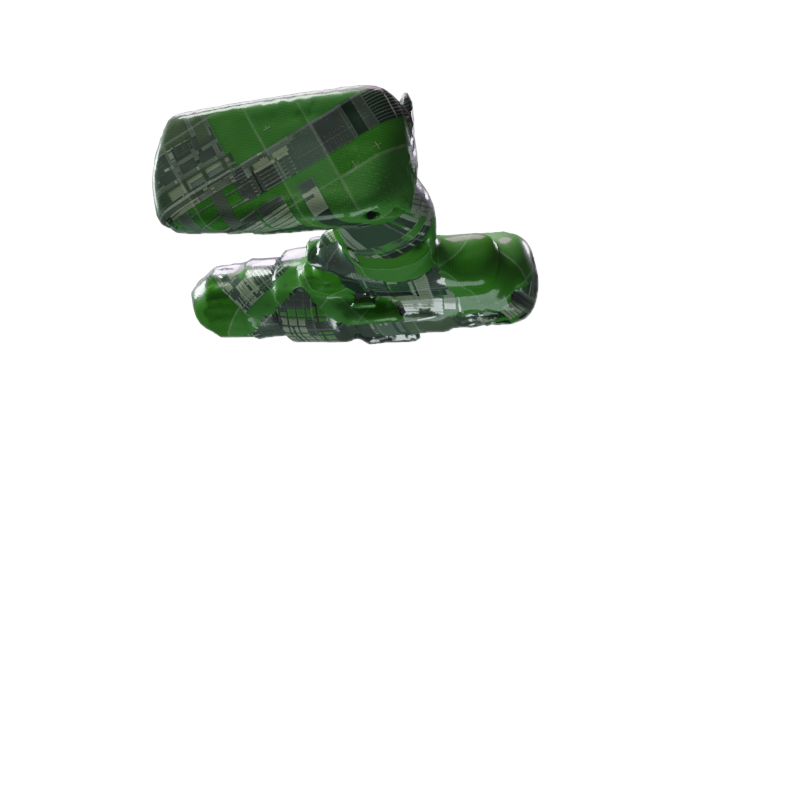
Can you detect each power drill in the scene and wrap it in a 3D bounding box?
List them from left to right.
[{"bbox_3d":[-0.040,-0.074,0.515,0.188,0.060,0.177,-4,-15,17],"label":"power drill"}]
